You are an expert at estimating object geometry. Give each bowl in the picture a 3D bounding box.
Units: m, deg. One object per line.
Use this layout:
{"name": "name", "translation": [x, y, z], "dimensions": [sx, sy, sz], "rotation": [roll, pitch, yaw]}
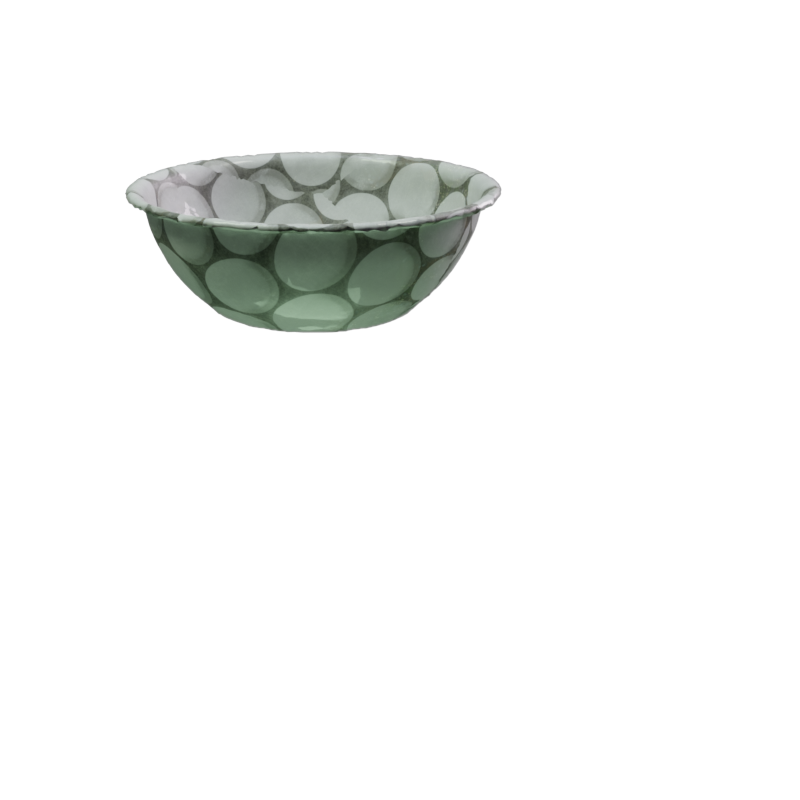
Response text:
{"name": "bowl", "translation": [-0.038, -0.070, 0.488], "dimensions": [0.162, 0.053, 0.169], "rotation": [-1, 21, -2]}
